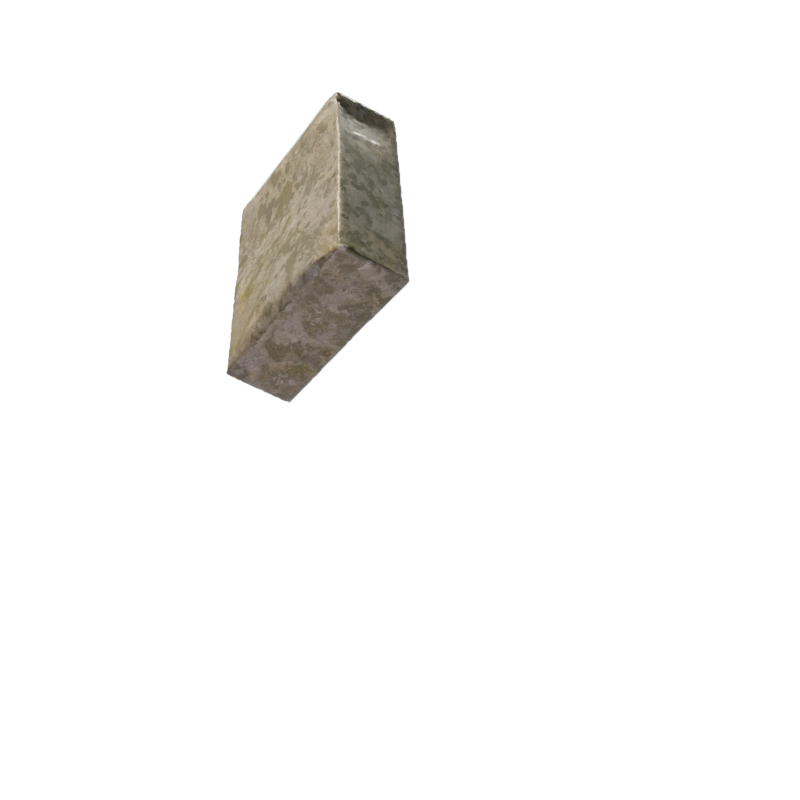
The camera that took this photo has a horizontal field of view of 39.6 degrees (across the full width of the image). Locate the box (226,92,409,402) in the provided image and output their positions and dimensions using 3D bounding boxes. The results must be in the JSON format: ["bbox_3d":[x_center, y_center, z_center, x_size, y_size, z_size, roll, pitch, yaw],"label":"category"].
[{"bbox_3d":[-0.073,-0.132,0.927,0.068,0.230,0.160,27,-53,-27],"label":"box"}]
